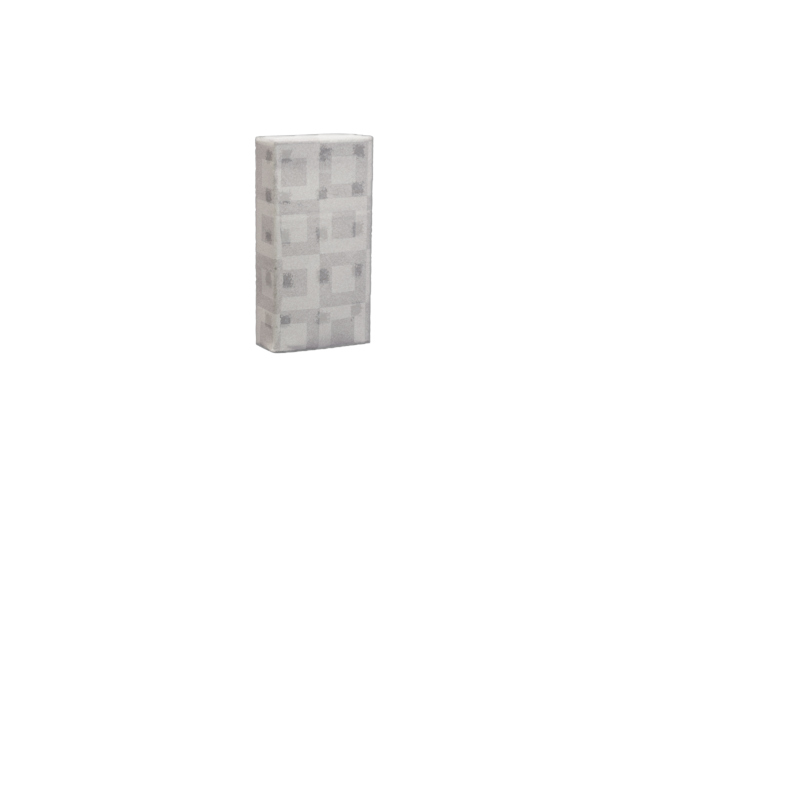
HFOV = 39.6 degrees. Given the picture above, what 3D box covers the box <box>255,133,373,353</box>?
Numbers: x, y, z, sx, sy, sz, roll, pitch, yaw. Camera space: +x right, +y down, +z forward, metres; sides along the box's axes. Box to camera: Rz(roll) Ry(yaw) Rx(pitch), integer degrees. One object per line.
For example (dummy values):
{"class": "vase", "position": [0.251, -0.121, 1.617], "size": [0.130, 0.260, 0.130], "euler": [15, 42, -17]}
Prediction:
{"class": "box", "position": [-0.072, -0.131, 0.916], "size": [0.091, 0.173, 0.050], "euler": [-5, 10, -29]}
